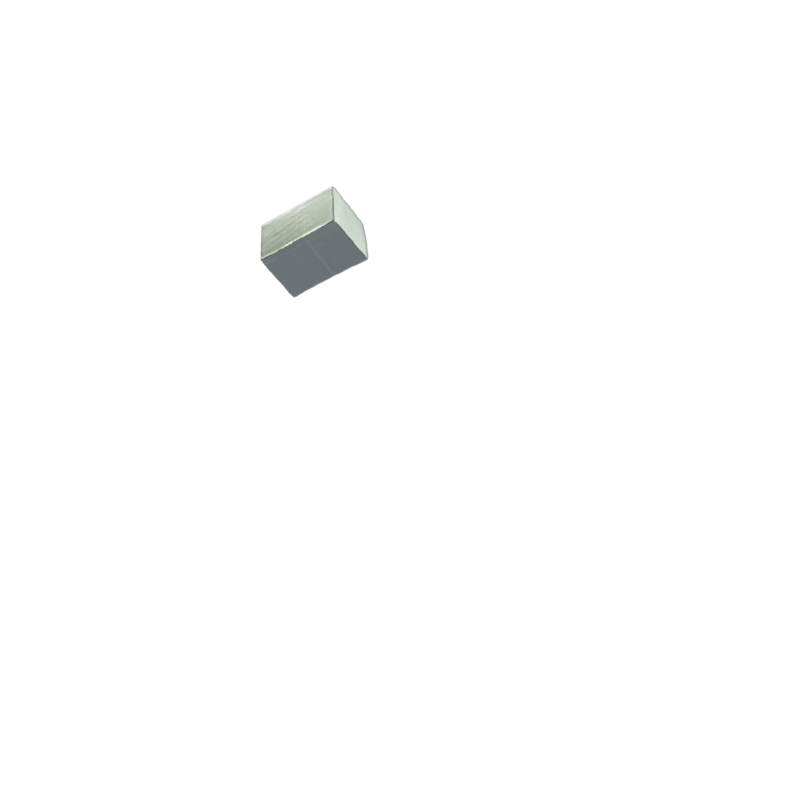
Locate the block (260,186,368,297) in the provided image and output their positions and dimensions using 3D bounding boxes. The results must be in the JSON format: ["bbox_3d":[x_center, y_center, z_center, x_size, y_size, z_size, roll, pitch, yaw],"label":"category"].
[{"bbox_3d":[-0.074,-0.135,0.947,0.078,0.055,0.049,-25,-52,20],"label":"block"}]
